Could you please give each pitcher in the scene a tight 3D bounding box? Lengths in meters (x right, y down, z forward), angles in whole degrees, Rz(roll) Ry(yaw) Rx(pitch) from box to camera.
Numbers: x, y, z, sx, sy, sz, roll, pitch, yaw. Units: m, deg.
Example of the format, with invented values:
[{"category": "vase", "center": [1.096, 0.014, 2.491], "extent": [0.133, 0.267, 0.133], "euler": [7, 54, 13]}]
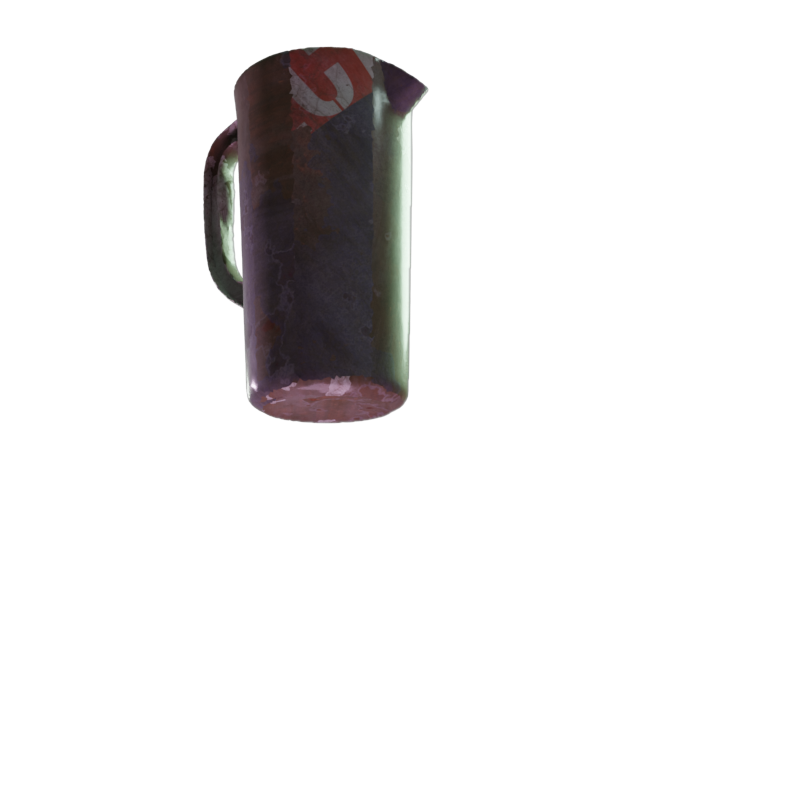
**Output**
[{"category": "pitcher", "center": [-0.061, -0.111, 0.781], "extent": [0.142, 0.254, 0.145], "euler": [4, -19, -14]}]
